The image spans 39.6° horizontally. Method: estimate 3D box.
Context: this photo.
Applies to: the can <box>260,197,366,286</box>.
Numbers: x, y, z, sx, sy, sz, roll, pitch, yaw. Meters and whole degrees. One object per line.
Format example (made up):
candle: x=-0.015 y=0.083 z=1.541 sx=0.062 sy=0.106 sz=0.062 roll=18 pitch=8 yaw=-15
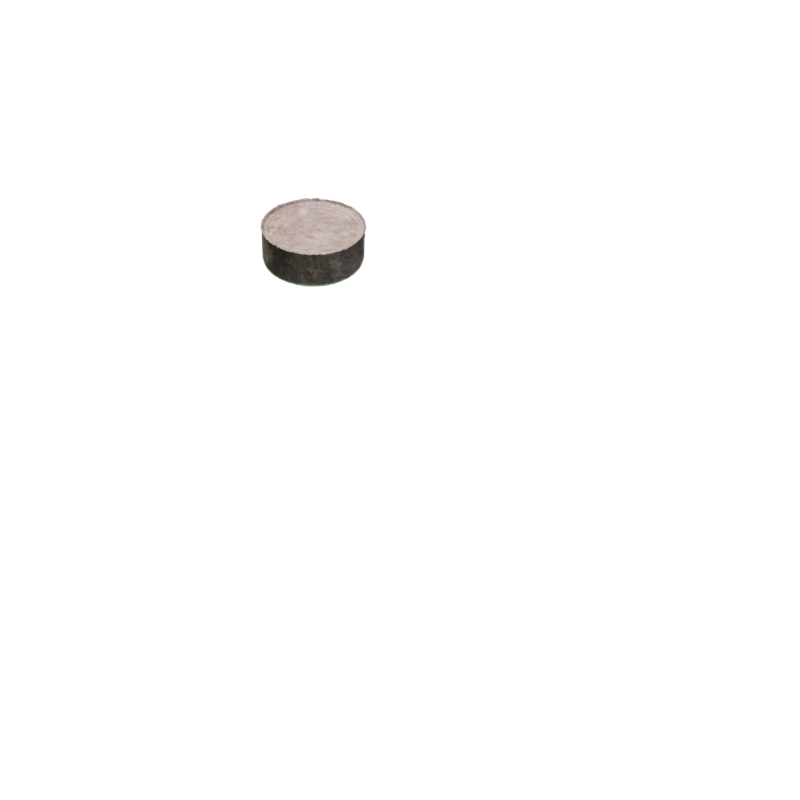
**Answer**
can: x=-0.071 y=-0.130 z=0.911 sx=0.086 sy=0.031 sz=0.092 roll=-1 pitch=38 yaw=-2
